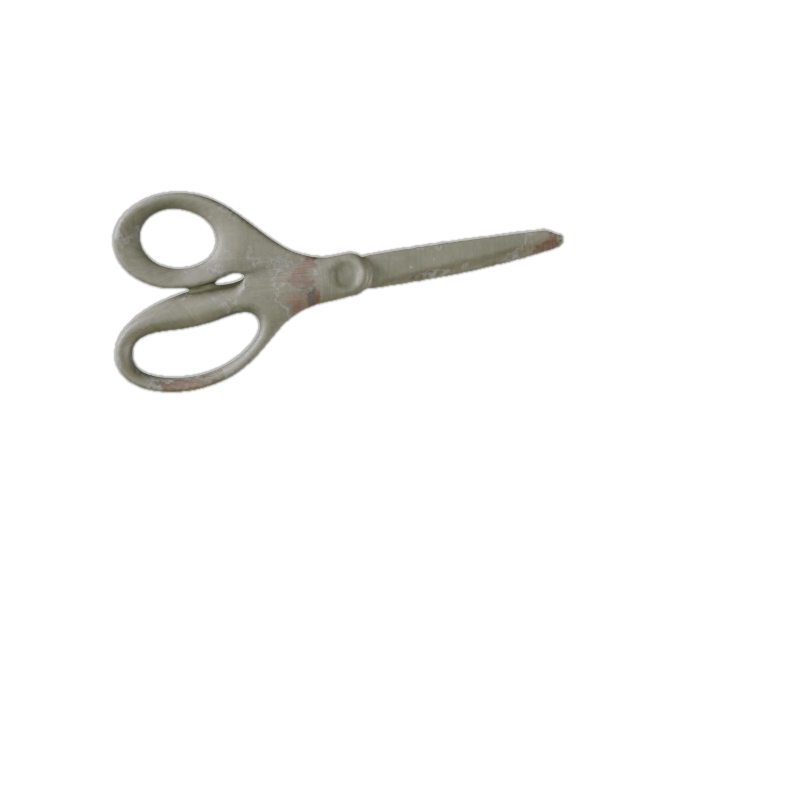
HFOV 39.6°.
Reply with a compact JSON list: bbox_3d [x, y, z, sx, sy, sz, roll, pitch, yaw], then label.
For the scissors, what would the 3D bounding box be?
[{"bbox_3d":[-0.038,-0.070,0.491,0.201,0.096,0.016,-25,-1,-1],"label":"scissors"}]
